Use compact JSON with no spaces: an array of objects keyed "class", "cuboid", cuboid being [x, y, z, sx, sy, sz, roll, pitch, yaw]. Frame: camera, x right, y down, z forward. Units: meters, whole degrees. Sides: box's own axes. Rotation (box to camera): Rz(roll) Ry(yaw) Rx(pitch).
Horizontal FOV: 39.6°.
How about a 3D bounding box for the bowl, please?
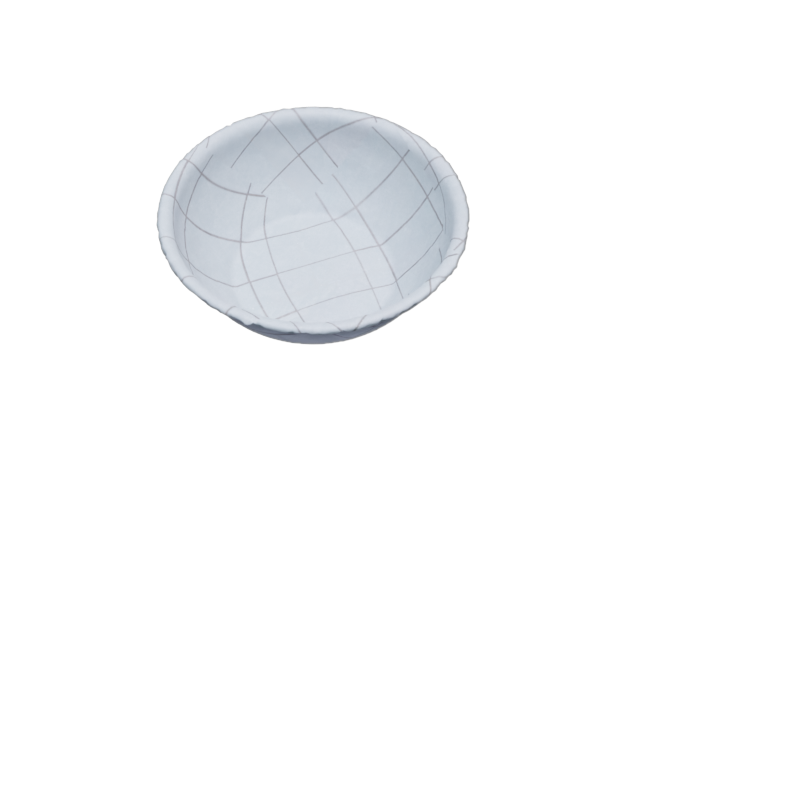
[{"class":"bowl","cuboid":[-0.046,-0.085,0.592,0.162,0.174,0.051,-1,-38,-1]}]
